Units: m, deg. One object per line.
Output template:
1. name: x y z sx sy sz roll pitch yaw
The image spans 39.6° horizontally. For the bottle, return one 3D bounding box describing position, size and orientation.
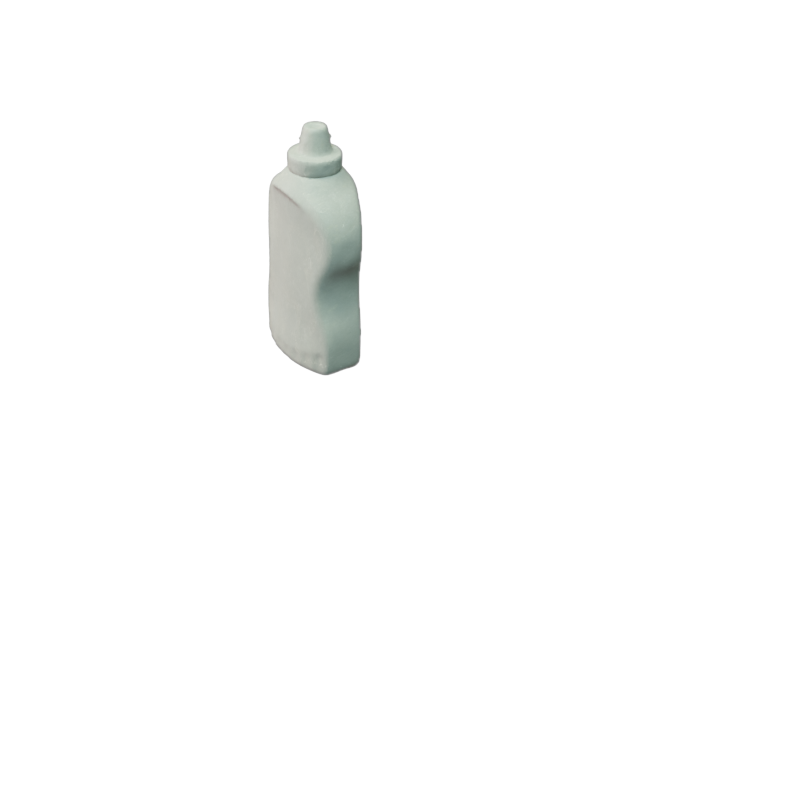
1. bottle: -0.066 -0.121 0.849 0.057 0.180 0.104 -15 35 -27
